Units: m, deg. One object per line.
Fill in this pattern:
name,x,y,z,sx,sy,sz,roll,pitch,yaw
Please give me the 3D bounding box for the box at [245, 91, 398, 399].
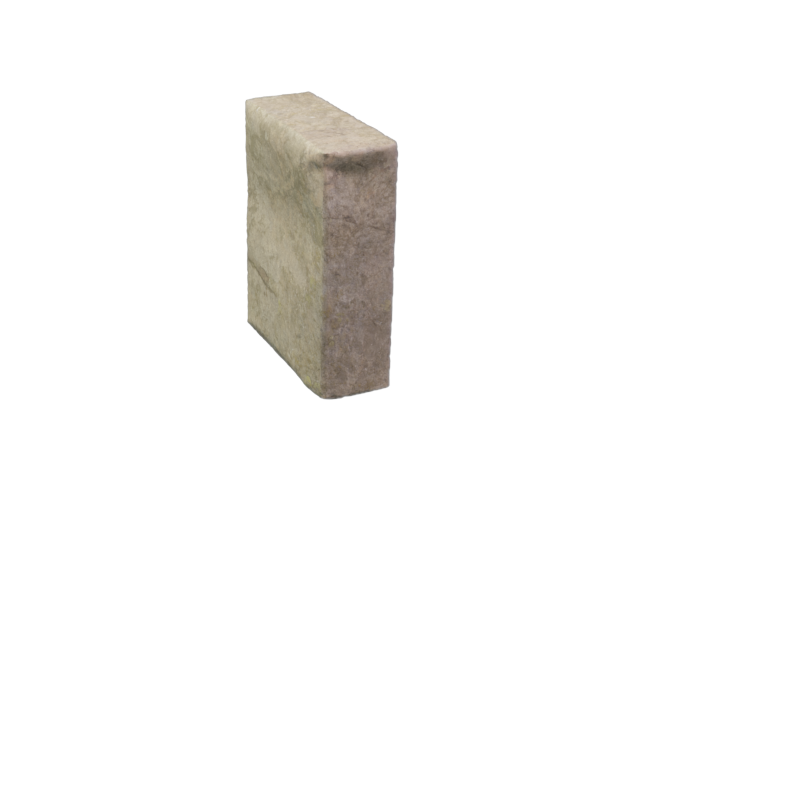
box,-0.072,-0.132,0.924,0.070,0.203,0.176,-11,28,-25
